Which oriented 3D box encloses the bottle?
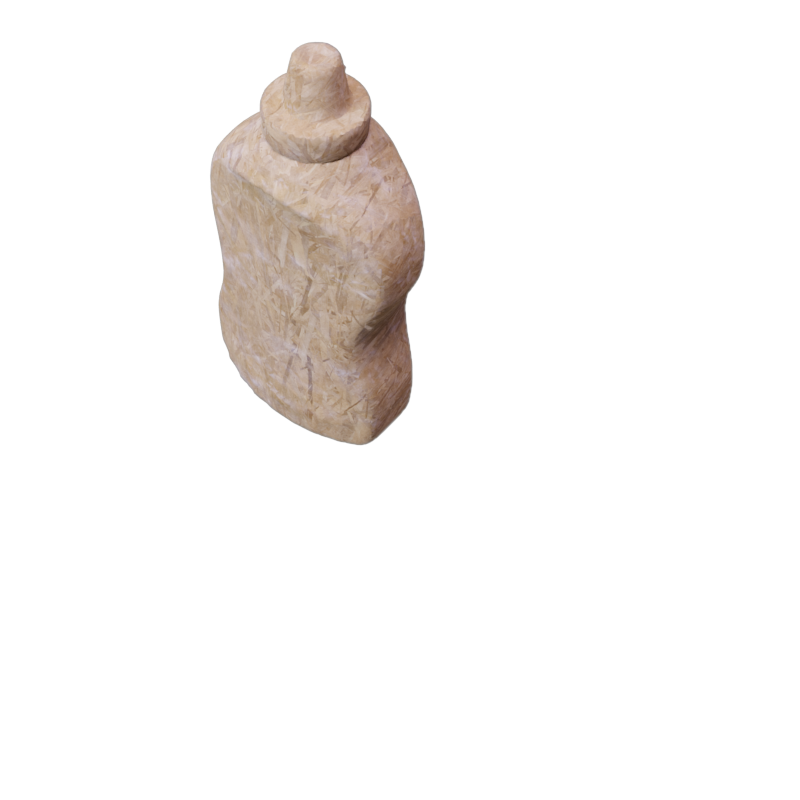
[{"bbox_3d":[-0.035,-0.066,0.457,0.102,0.179,0.059,38,59,23],"label":"bottle"}]
